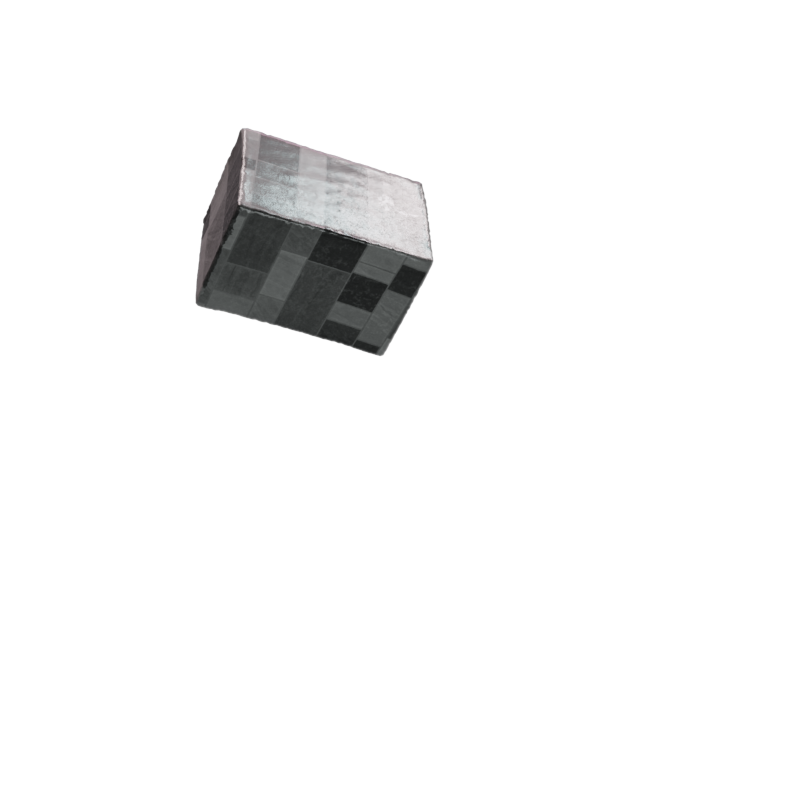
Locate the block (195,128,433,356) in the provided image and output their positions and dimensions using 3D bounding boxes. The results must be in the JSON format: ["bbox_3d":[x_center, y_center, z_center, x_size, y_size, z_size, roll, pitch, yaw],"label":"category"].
[{"bbox_3d":[-0.033,-0.061,0.427,0.076,0.050,0.055,16,40,-15],"label":"block"}]
